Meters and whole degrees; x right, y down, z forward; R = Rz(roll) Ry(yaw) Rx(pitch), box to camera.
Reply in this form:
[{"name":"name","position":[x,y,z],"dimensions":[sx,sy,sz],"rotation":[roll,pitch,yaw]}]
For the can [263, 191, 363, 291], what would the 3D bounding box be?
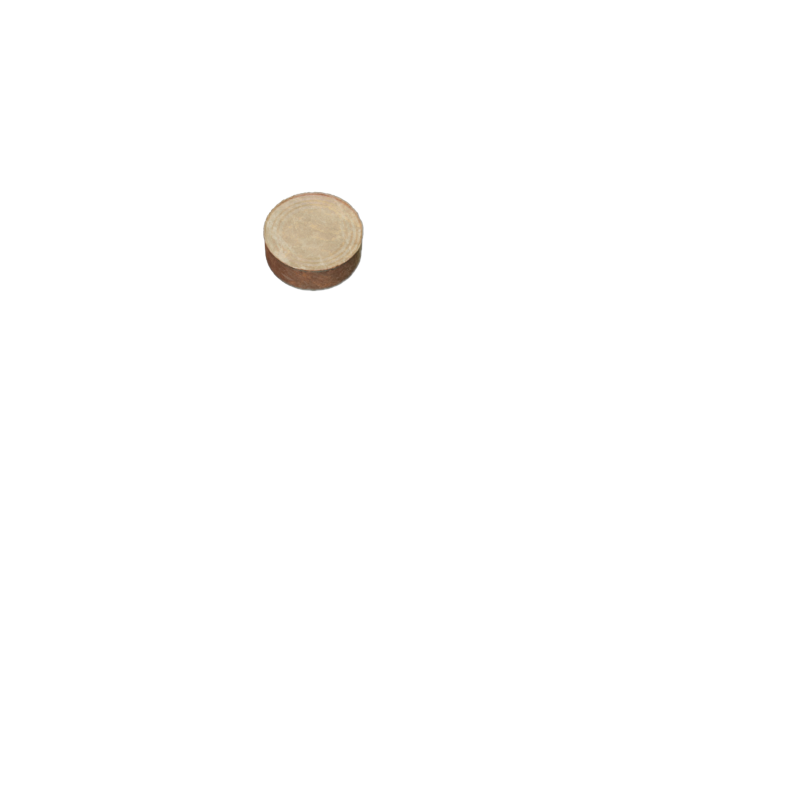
[{"name":"can","position":[-0.075,-0.137,0.957],"dimensions":[0.086,0.092,0.031],"rotation":[-1,-35,-1]}]
